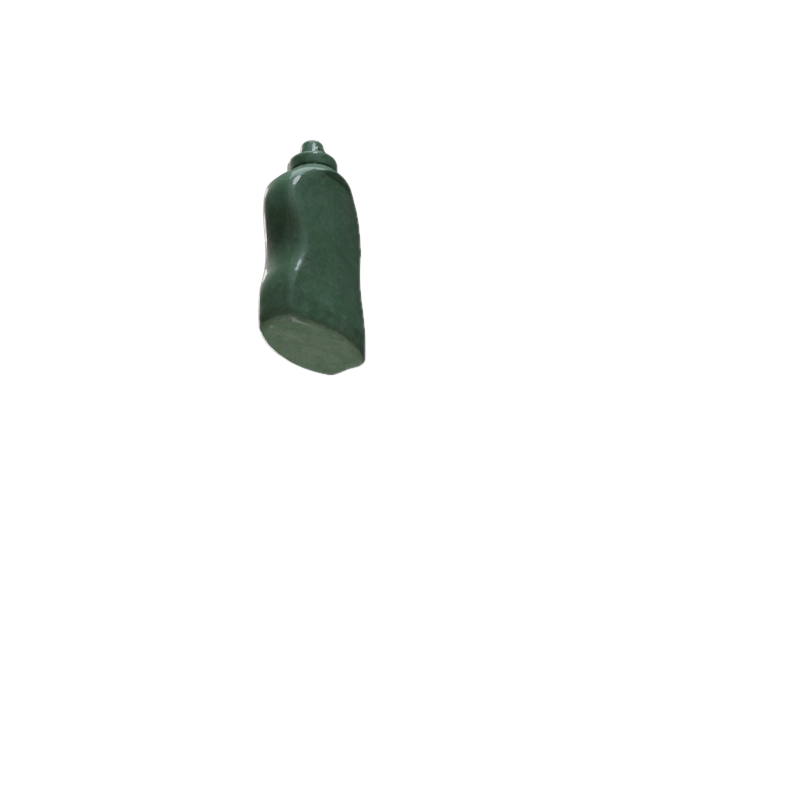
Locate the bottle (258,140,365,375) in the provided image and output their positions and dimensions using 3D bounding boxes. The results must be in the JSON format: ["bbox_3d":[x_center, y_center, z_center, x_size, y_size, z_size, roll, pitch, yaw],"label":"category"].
[{"bbox_3d":[-0.068,-0.123,0.859,0.059,0.205,0.089,-23,-37,30],"label":"bottle"}]
